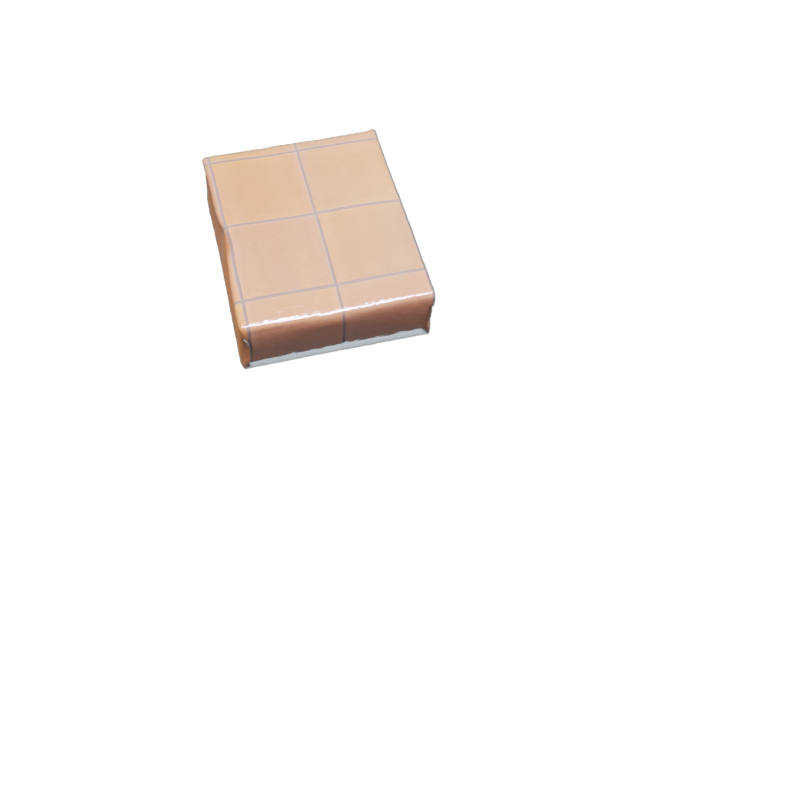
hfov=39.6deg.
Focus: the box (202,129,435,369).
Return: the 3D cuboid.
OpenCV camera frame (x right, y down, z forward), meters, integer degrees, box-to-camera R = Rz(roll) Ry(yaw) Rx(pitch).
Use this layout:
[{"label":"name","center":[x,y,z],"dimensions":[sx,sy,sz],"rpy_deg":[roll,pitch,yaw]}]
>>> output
[{"label":"box","center":[-0.034,-0.062,0.432],"dimensions":[0.072,0.096,0.028],"rpy_deg":[-11,-34,-8]}]
